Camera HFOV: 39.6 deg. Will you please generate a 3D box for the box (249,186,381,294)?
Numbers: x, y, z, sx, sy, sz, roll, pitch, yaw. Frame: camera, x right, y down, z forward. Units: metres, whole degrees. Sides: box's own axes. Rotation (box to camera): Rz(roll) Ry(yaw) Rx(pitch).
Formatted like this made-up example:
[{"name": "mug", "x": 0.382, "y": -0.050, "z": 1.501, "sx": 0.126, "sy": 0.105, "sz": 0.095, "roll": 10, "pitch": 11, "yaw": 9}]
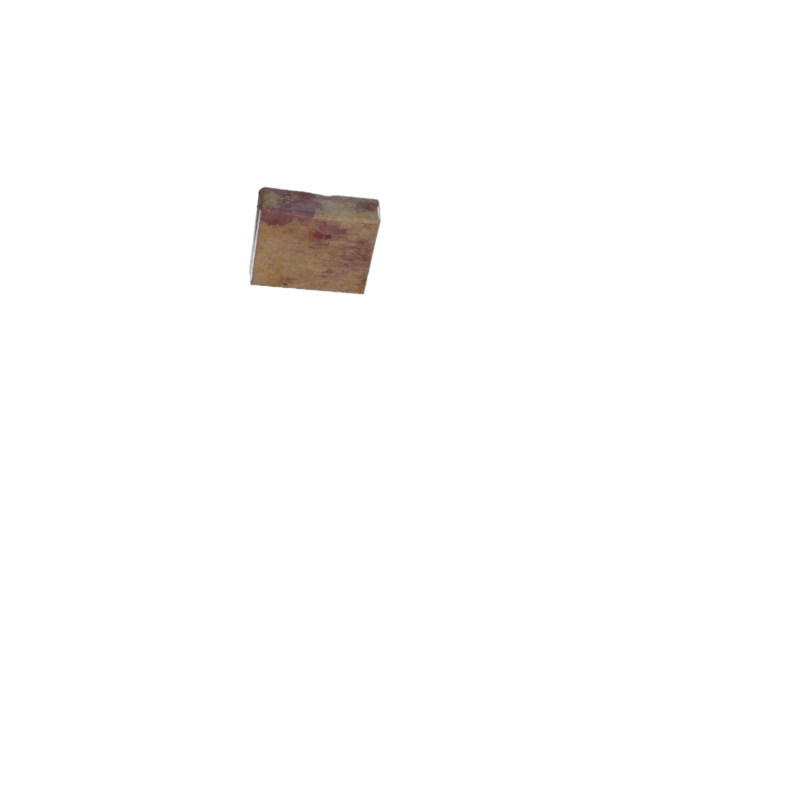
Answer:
[{"name": "box", "x": -0.064, "y": -0.116, "z": 0.814, "sx": 0.088, "sy": 0.069, "sz": 0.032, "roll": 6, "pitch": 44, "yaw": -6}]
